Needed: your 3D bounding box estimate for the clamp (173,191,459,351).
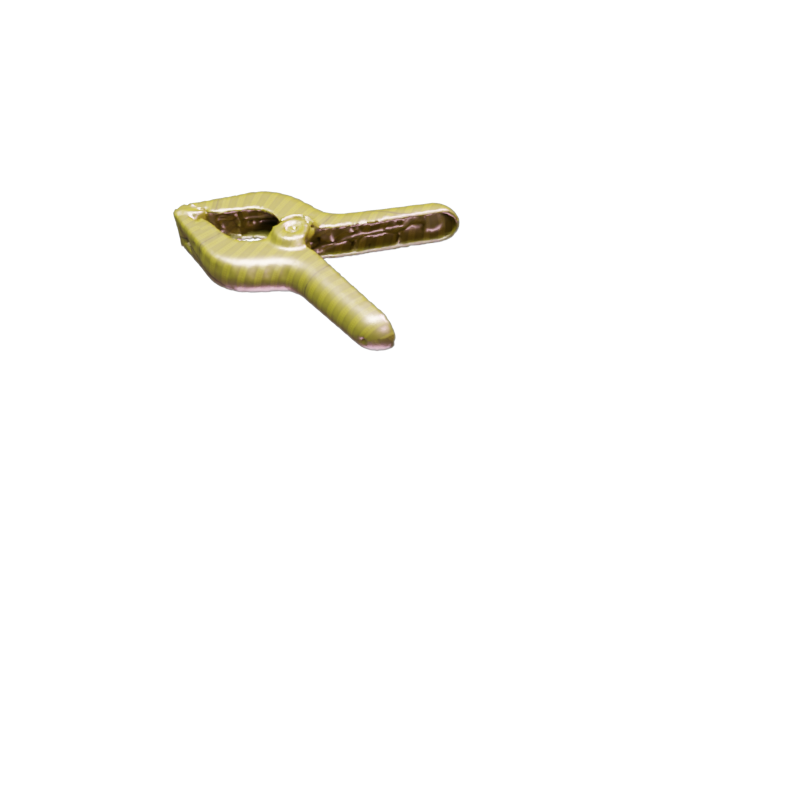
[{"bbox_3d":[-0.052,-0.095,0.667,0.180,0.037,0.122,22,44,24],"label":"clamp"}]
